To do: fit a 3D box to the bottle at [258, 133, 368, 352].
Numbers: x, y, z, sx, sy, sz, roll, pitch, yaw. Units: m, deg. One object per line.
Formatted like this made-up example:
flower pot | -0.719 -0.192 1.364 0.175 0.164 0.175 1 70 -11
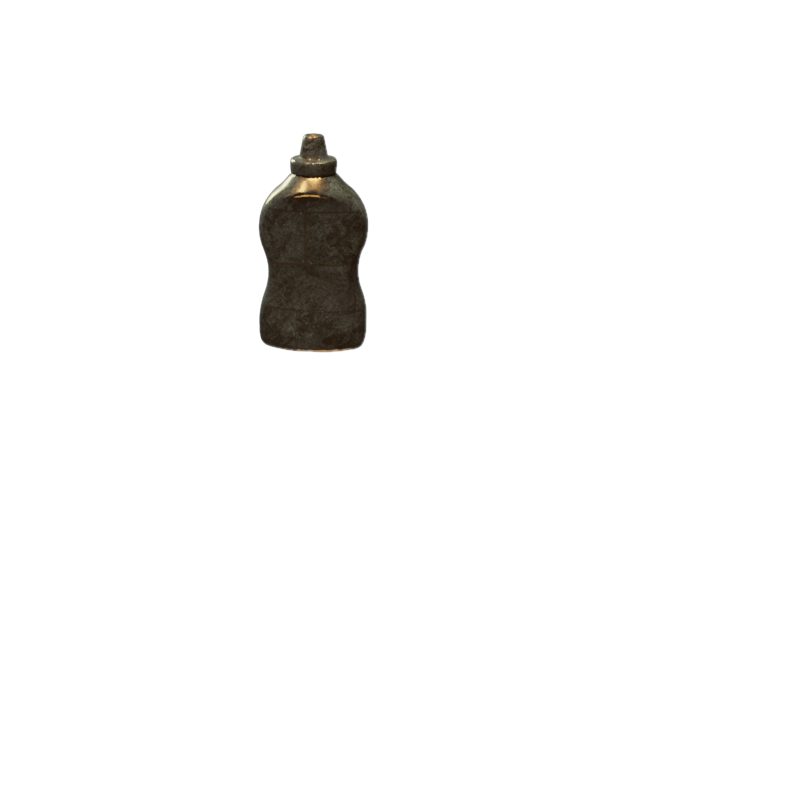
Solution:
bottle | -0.077 -0.141 0.983 0.097 0.184 0.060 3 18 6
